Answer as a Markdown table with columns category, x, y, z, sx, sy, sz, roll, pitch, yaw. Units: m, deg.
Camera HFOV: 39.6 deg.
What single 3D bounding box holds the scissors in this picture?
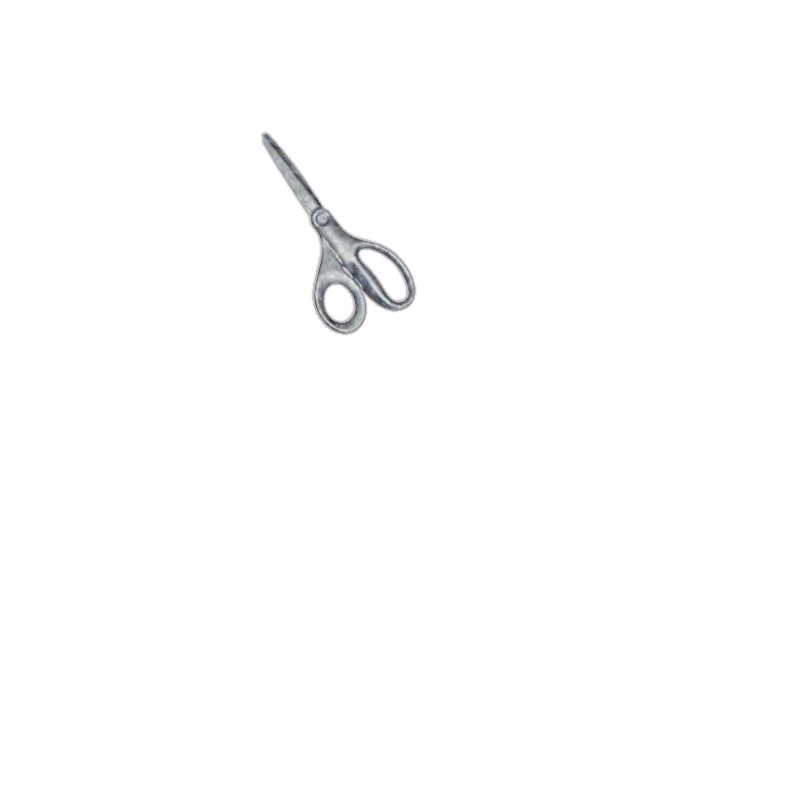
| category | x | y | z | sx | sy | sz | roll | pitch | yaw |
| --- | --- | --- | --- | --- | --- | --- | --- | --- | --- |
| scissors | -0.077 | -0.140 | 0.979 | 0.207 | 0.097 | 0.015 | 41 | -11 | 10 |
